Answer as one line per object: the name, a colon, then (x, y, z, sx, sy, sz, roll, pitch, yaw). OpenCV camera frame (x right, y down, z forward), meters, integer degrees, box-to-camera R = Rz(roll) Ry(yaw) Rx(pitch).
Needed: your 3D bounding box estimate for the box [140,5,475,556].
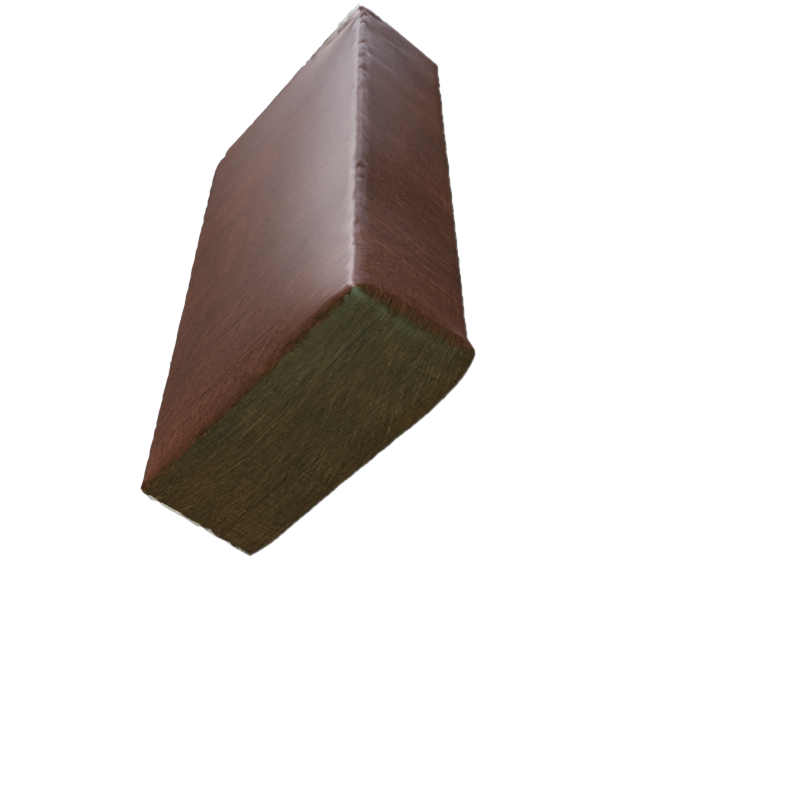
box: (-0.028, -0.050, 0.352, 0.045, 0.189, 0.092, 34, -60, -27)
